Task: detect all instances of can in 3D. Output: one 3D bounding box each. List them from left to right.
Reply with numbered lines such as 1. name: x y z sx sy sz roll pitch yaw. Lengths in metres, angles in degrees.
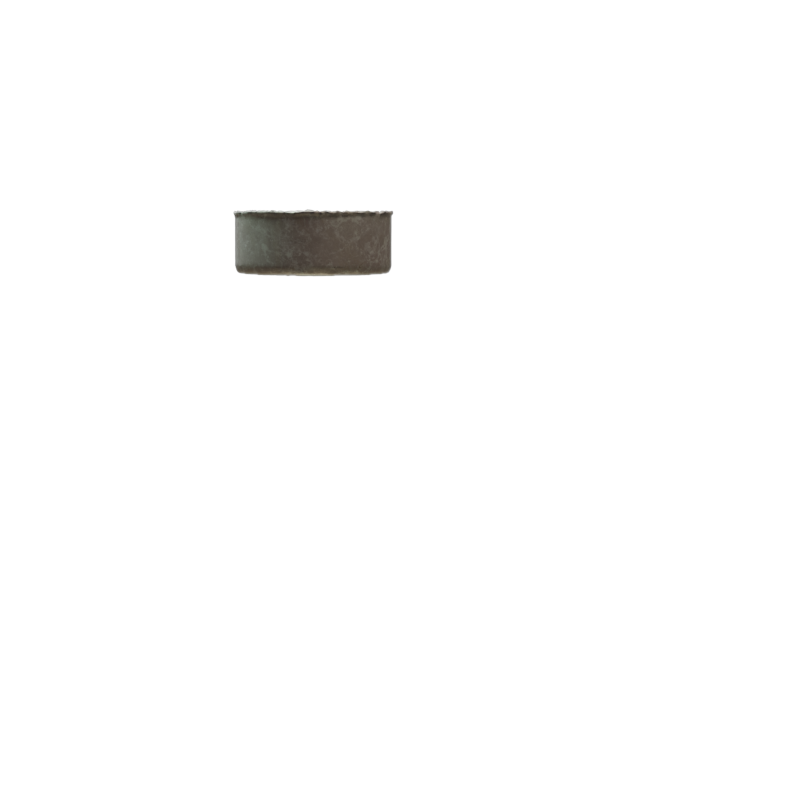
1. can: -0.047 -0.085 0.597 0.086 0.033 0.087 0 8 -2
